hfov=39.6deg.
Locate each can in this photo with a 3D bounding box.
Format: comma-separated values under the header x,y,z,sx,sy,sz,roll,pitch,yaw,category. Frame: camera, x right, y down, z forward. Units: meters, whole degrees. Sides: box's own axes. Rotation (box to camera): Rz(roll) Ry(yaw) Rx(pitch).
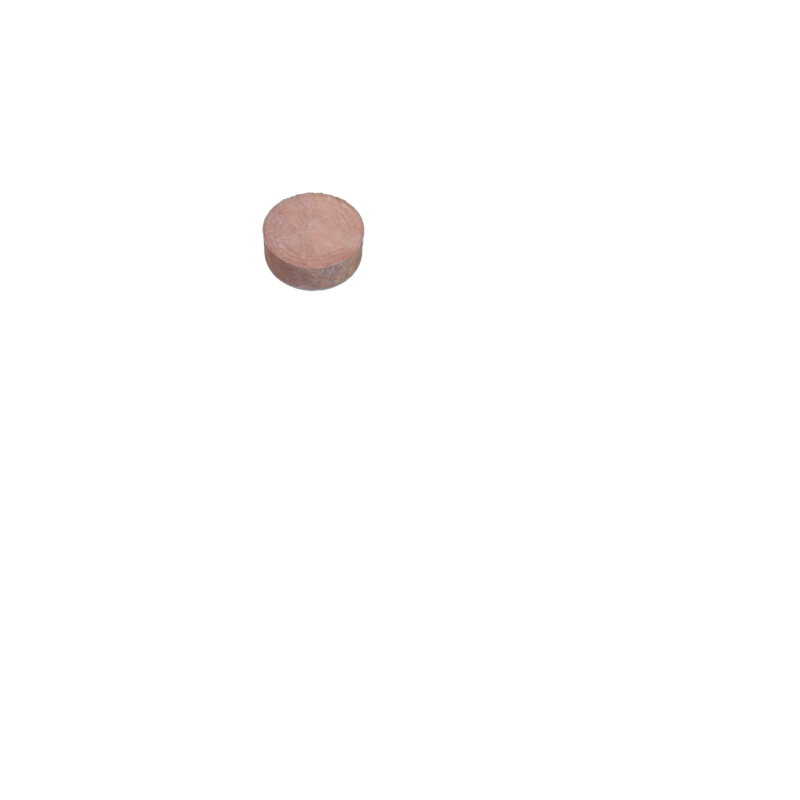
x,y,z,sx,sy,sz,roll,pitch,yaw,category
-0.074,-0.134,0.942,0.086,0.092,0.031,-1,-38,-1,can
